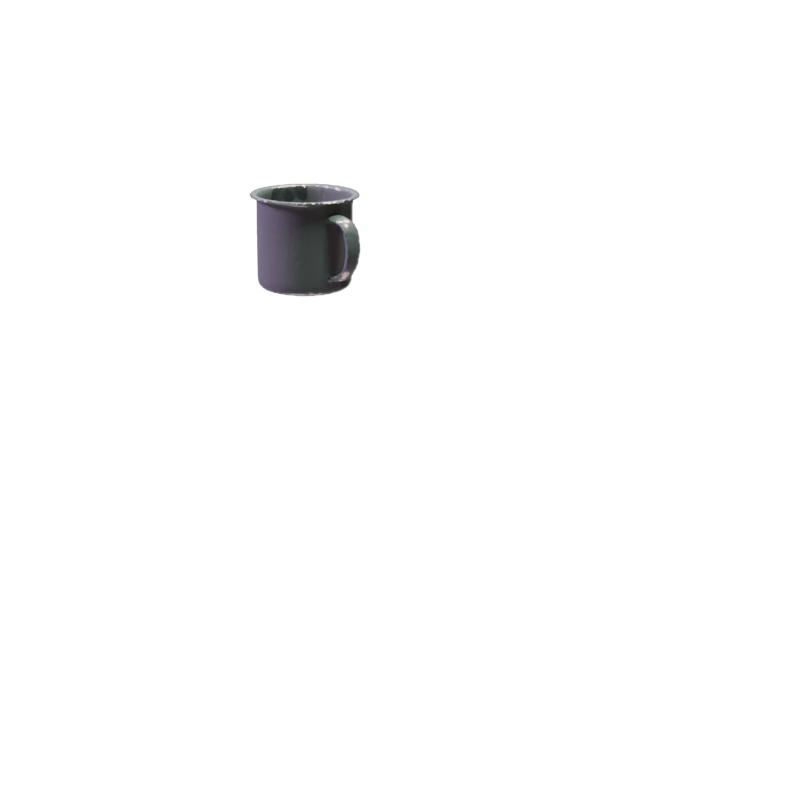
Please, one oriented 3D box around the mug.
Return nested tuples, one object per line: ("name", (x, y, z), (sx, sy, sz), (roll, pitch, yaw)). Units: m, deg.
("mug", (-0.074, -0.134, 0.940), (0.091, 0.079, 0.124), (-14, 23, -38))
